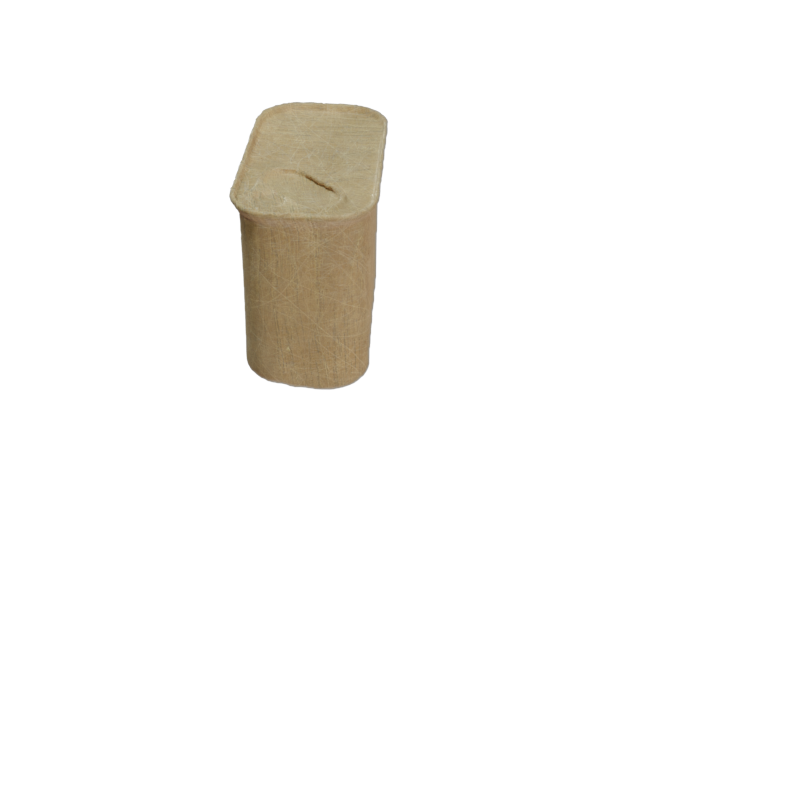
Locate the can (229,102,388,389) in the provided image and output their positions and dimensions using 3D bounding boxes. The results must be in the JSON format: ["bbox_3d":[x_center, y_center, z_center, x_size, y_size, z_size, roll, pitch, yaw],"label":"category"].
[{"bbox_3d":[-0.037,-0.067,0.469,0.058,0.078,0.108,3,35,1],"label":"can"}]
